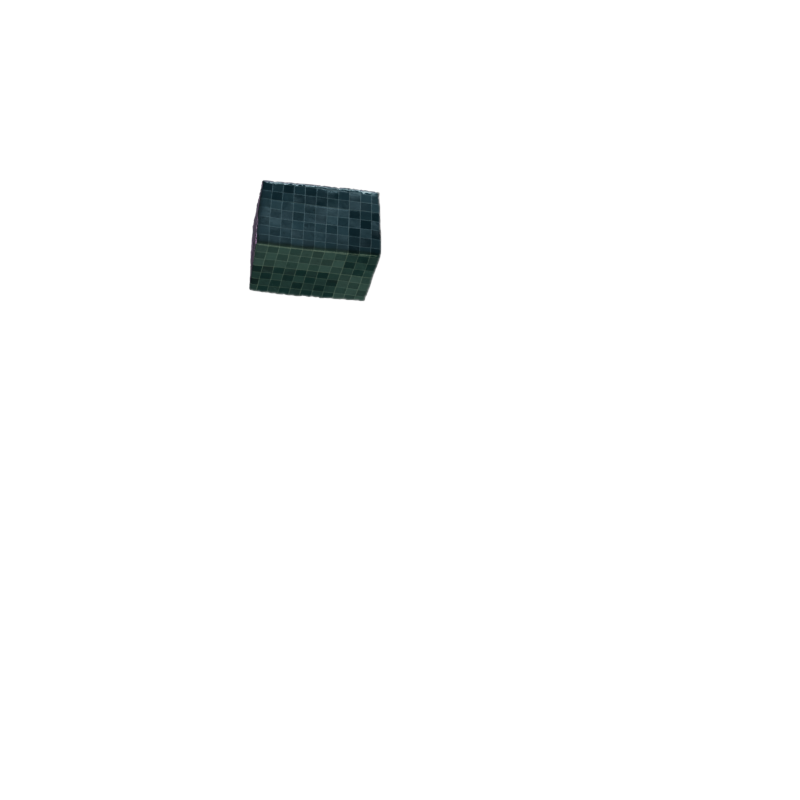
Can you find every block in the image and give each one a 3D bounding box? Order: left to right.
[{"bbox_3d":[-0.055,-0.100,0.702,0.077,0.055,0.050,5,-34,-9],"label":"block"}]
